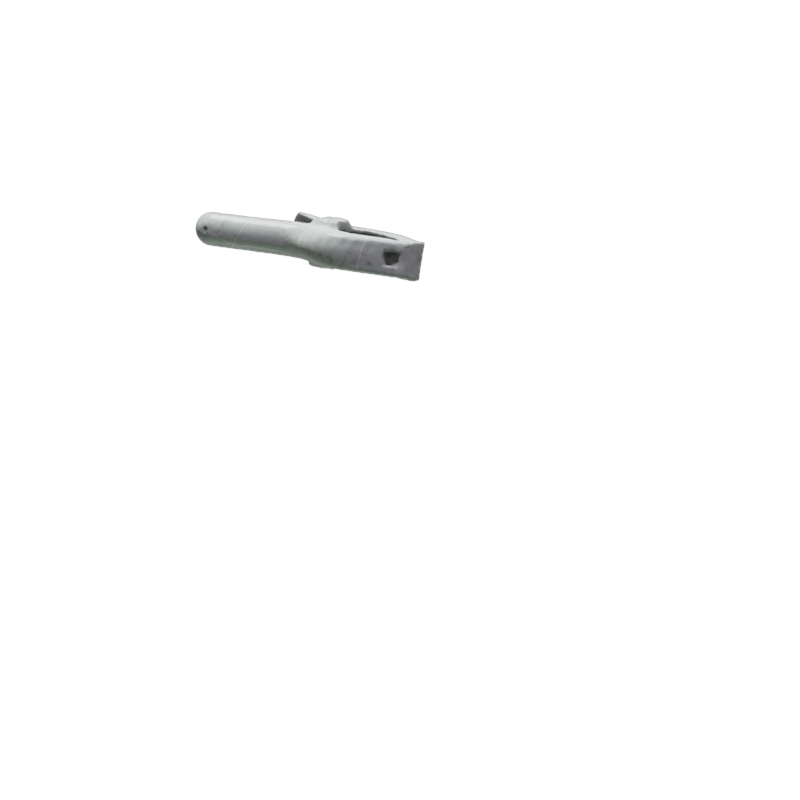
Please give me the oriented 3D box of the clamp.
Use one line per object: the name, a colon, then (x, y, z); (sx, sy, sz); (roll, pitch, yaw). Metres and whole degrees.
clamp: (-0.063, -0.114, 0.802); (0.117, 0.038, 0.181); (-13, 21, -40)
